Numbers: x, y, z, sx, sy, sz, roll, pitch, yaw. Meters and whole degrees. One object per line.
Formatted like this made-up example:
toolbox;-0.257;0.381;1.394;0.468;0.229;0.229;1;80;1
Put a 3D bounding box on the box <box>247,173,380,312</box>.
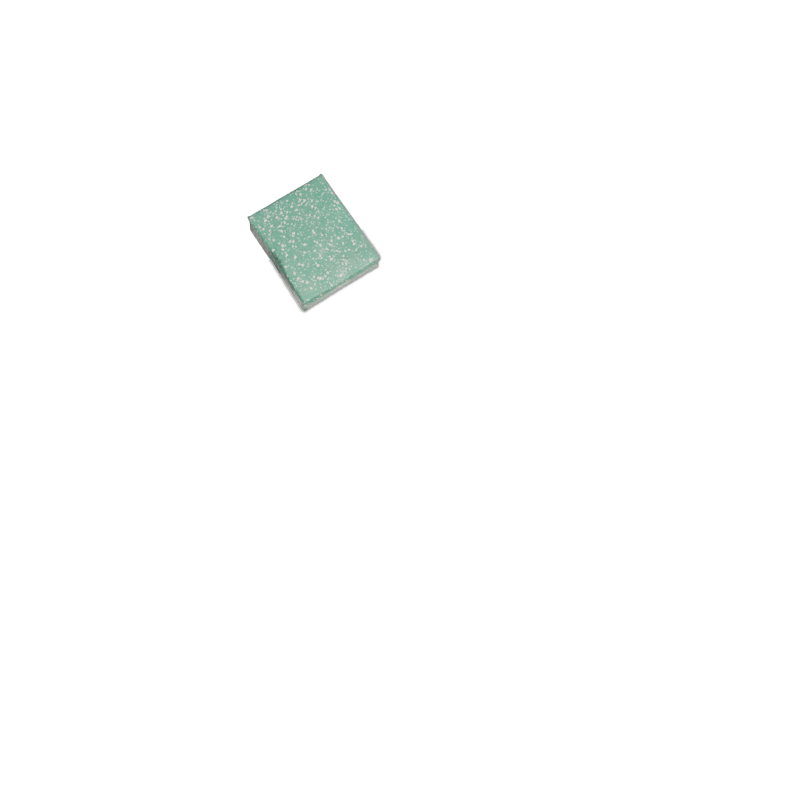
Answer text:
box;-0.070;-0.128;0.898;0.073;0.093;0.029;-31;-15;-10
